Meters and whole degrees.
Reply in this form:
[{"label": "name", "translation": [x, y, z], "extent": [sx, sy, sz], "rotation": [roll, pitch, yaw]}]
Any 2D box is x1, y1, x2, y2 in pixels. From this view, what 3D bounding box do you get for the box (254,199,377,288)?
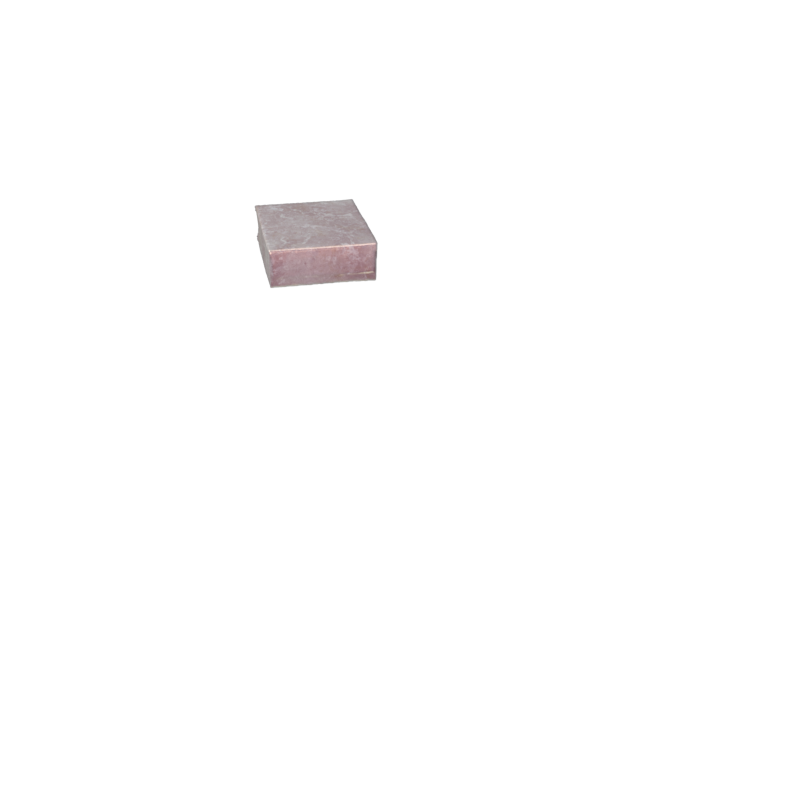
[{"label": "box", "translation": [-0.074, -0.135, 0.944], "extent": [0.089, 0.037, 0.121], "rotation": [-5, 26, -10]}]
